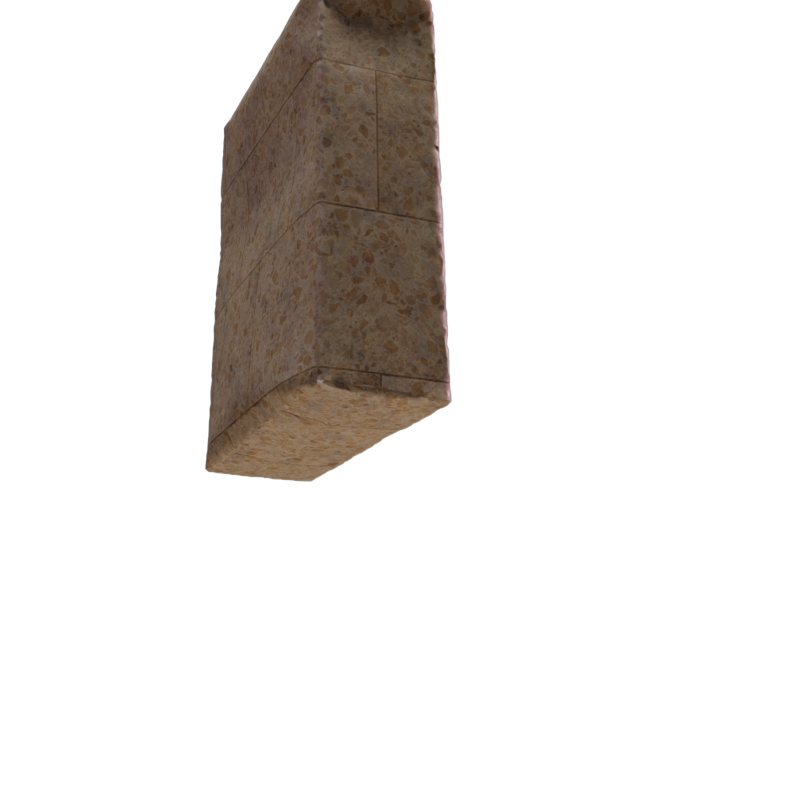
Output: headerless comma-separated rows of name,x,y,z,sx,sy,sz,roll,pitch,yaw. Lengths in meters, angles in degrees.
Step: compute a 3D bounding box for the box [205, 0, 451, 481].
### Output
box,-0.045,-0.082,0.571,0.069,0.225,0.161,9,-23,-24
